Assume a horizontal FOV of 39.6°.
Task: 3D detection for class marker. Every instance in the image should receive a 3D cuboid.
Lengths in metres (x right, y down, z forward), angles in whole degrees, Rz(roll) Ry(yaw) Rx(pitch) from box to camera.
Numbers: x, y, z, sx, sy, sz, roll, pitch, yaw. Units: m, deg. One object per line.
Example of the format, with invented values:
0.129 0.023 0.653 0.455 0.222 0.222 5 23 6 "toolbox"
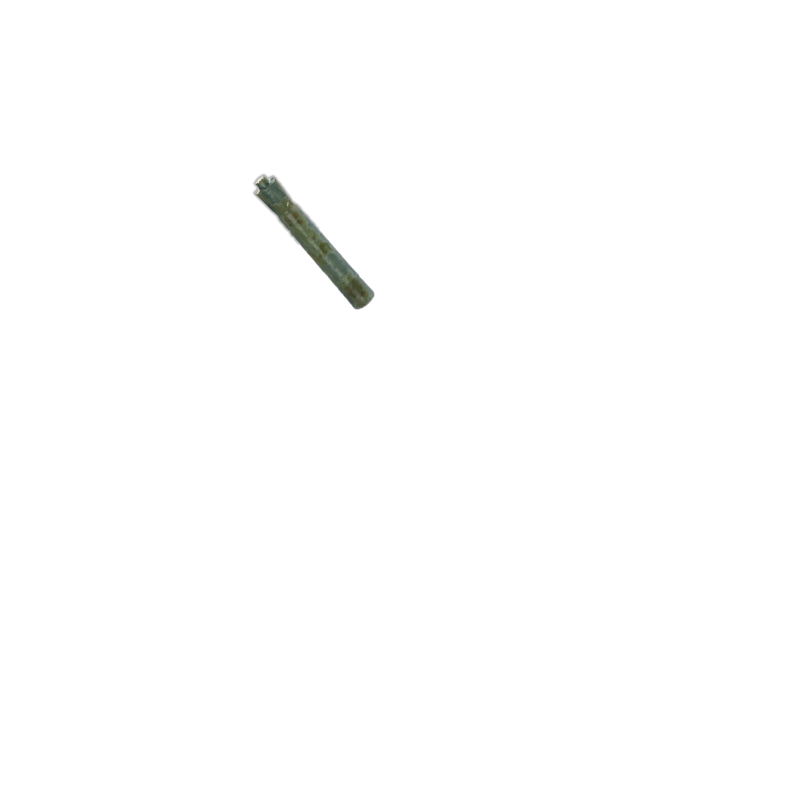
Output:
-0.062 -0.114 0.795 0.020 0.116 0.021 -37 18 15 "marker"
